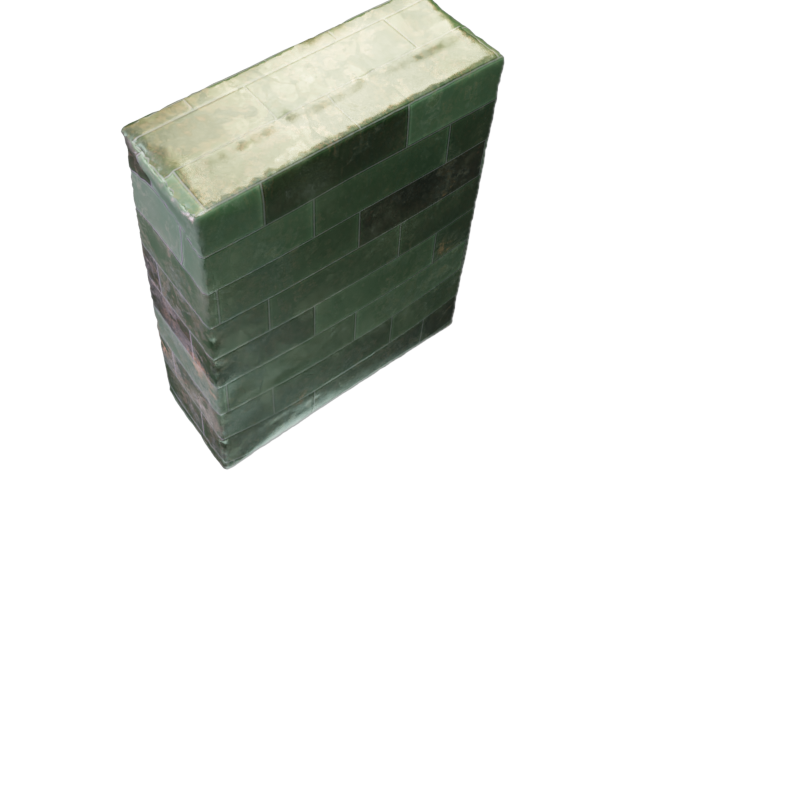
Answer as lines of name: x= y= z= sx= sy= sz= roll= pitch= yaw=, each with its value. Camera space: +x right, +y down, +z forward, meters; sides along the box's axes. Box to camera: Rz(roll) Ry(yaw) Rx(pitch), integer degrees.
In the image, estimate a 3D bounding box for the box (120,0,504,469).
box: x=-0.044 y=-0.079 z=0.556 sx=0.164 sy=0.077 sz=0.200 roll=-33 pitch=-26 yaw=-22
